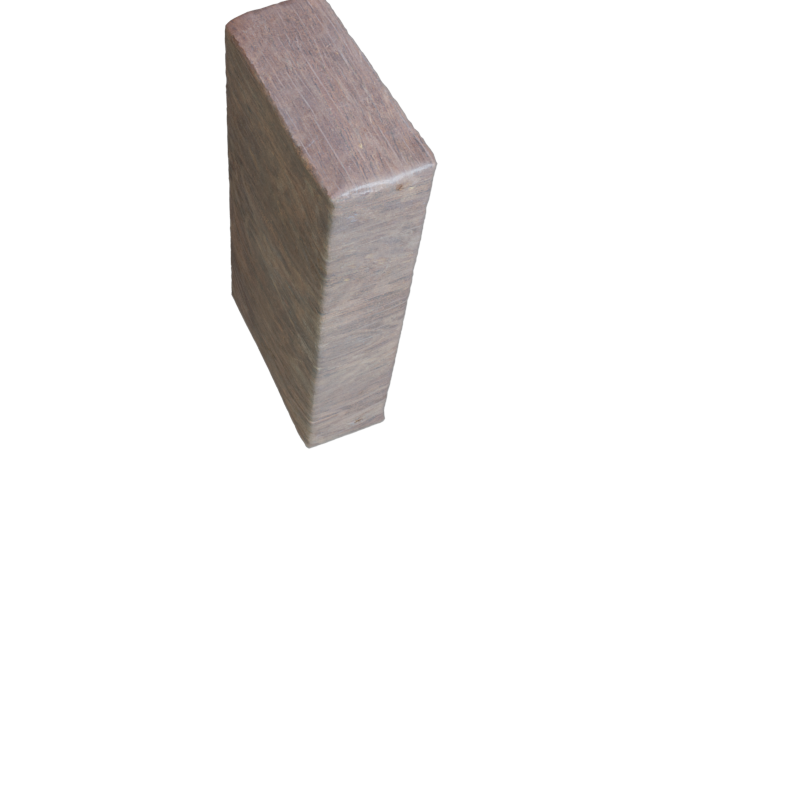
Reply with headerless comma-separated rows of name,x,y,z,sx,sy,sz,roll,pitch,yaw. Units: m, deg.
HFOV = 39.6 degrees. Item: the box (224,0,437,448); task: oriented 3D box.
box,-0.035,-0.063,0.441,0.048,0.100,0.165,-21,-28,-16
